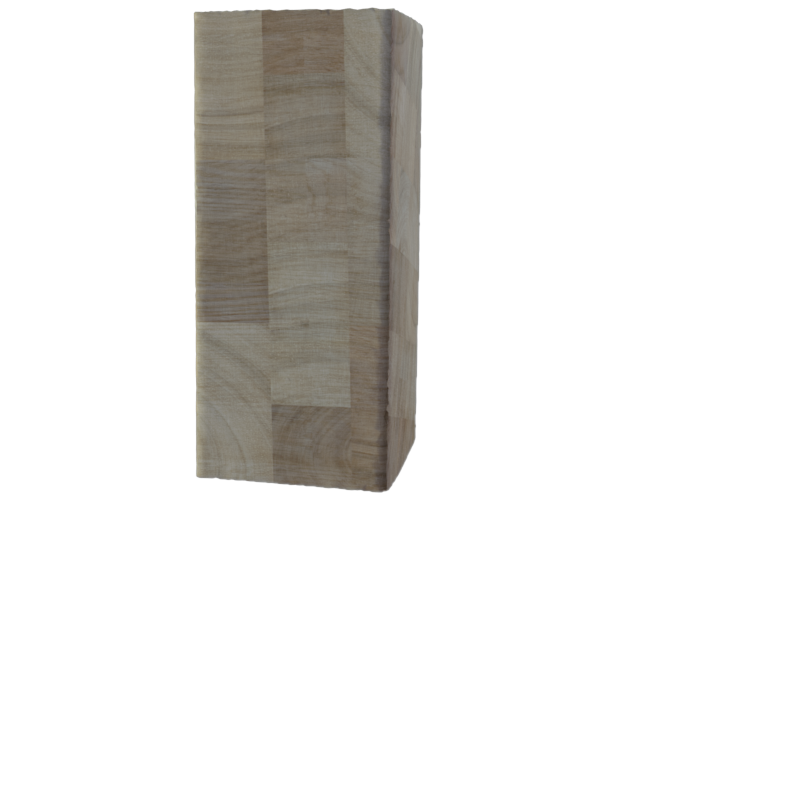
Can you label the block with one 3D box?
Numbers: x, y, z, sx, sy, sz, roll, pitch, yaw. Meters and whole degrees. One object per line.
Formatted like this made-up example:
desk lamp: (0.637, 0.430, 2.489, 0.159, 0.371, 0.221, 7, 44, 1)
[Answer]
block: (-0.040, -0.074, 0.518, 0.092, 0.203, 0.090, 2, 8, 11)
